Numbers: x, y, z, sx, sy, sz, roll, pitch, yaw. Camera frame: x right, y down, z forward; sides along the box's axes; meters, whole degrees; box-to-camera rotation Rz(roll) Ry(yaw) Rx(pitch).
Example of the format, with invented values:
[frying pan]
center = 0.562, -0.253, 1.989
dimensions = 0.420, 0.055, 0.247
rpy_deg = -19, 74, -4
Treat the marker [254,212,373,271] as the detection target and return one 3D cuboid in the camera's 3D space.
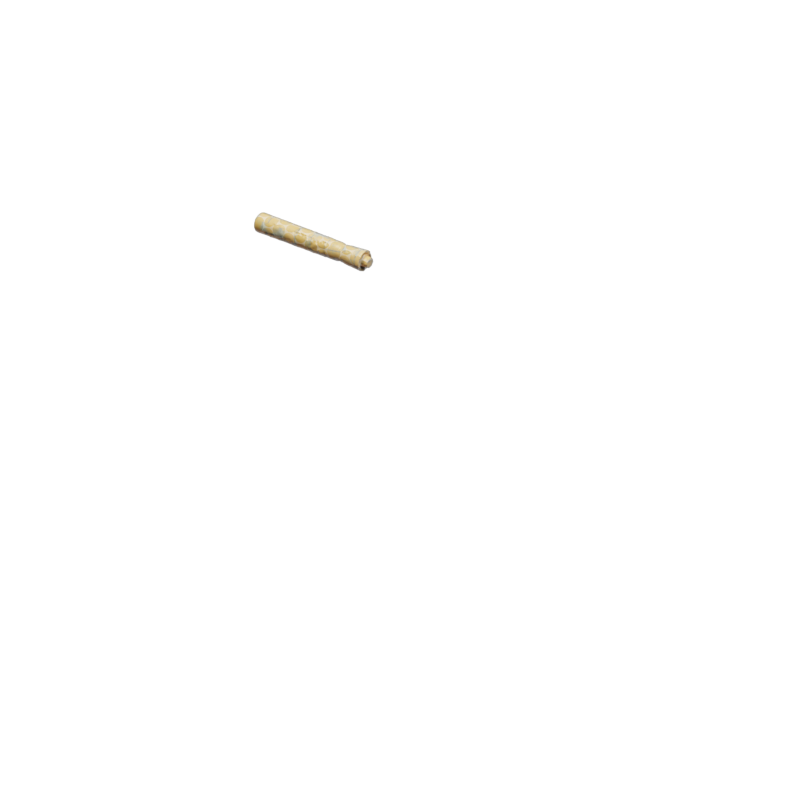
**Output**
[marker]
center = -0.075, -0.137, 0.959
dimensions = 0.128, 0.019, 0.019
rpy_deg = 24, 16, 31
